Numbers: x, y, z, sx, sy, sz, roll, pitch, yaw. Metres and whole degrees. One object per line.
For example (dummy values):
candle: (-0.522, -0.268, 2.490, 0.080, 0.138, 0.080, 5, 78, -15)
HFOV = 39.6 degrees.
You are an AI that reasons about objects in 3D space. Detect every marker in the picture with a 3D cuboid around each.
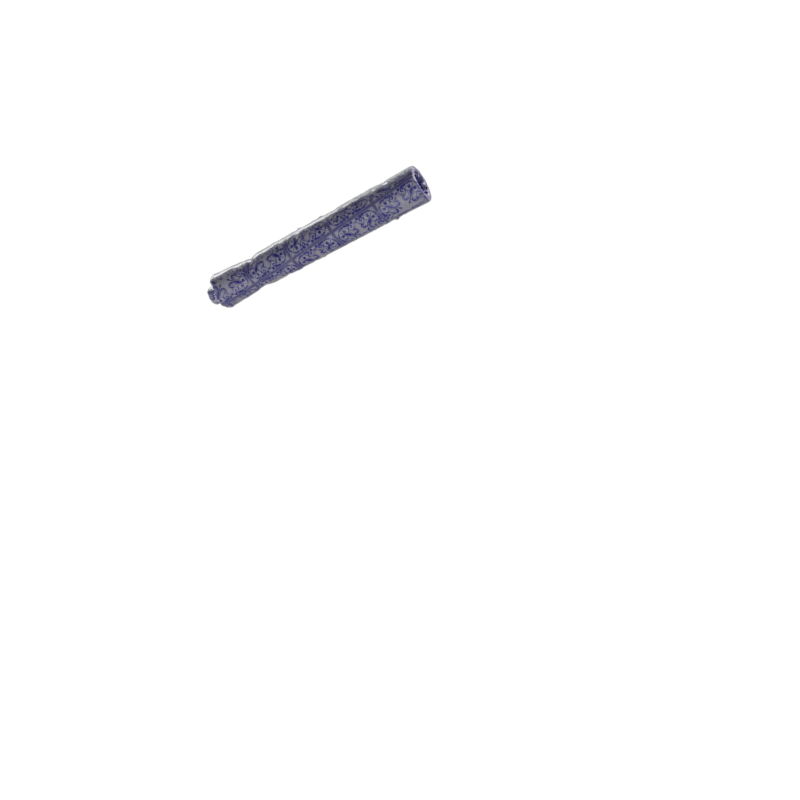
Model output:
marker: (-0.042, -0.076, 0.531, 0.121, 0.020, 0.019, -26, -5, 19)
